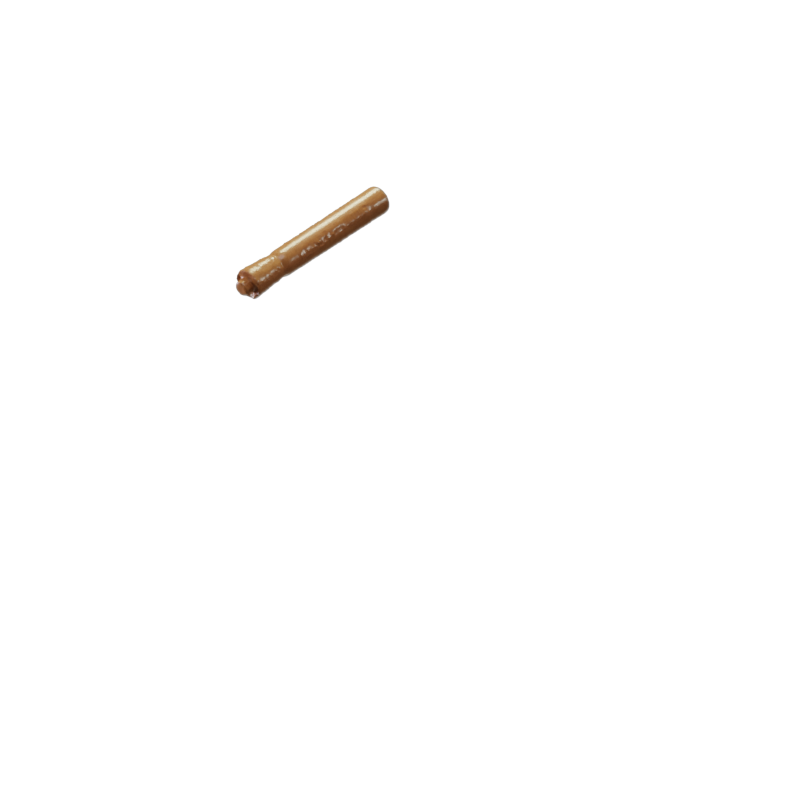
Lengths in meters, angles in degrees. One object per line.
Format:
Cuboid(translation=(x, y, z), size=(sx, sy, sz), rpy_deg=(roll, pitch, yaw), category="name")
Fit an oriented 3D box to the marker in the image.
Cuboid(translation=(-0.052, -0.095, 0.665), size=(0.021, 0.019, 0.122), rpy_deg=(4, 34, 46), category="marker")
